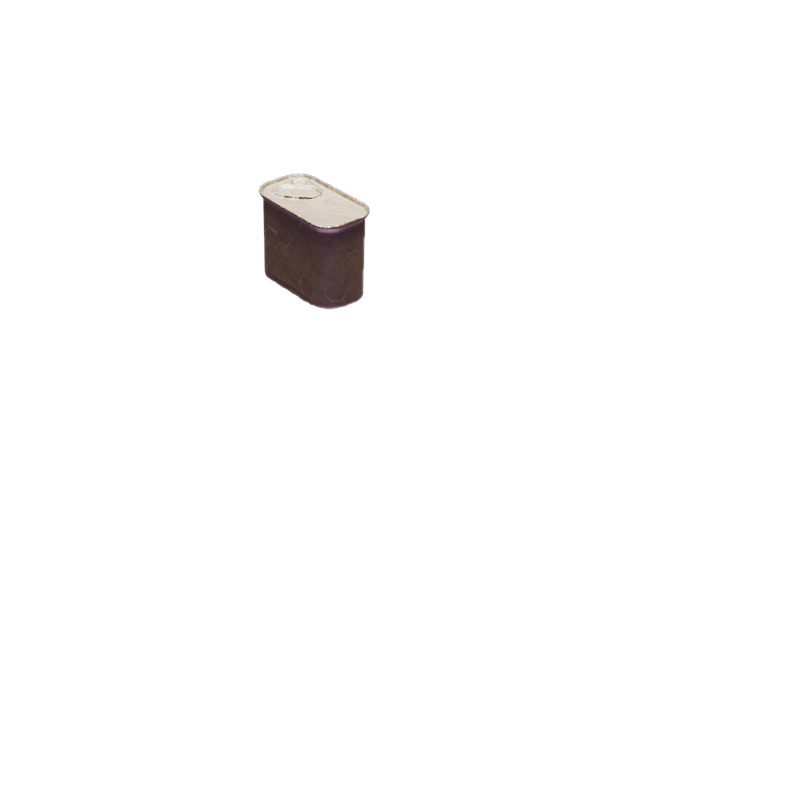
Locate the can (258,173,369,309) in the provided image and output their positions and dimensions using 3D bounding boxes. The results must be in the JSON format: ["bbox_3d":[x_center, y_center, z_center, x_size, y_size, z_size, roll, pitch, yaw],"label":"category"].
[{"bbox_3d":[-0.075,-0.136,0.951,0.057,0.079,0.109,-24,41,-34],"label":"can"}]
